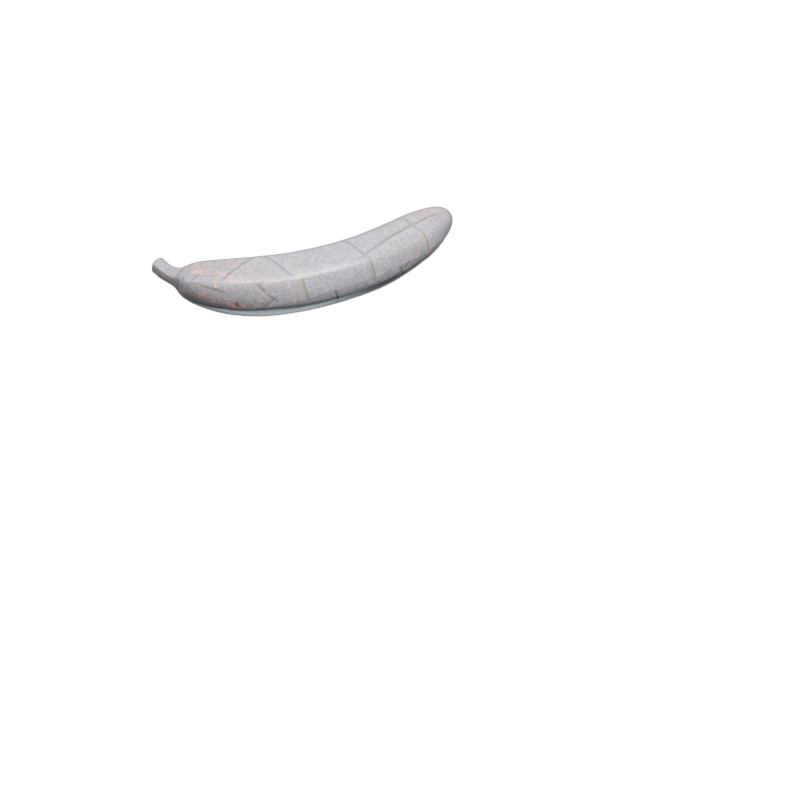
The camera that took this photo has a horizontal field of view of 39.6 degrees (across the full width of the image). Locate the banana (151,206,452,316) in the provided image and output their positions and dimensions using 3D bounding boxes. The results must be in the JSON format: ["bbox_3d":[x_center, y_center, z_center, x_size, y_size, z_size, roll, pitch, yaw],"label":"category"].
[{"bbox_3d":[-0.054,-0.086,0.692,0.196,0.075,0.034,-10,-42,-10],"label":"banana"}]
